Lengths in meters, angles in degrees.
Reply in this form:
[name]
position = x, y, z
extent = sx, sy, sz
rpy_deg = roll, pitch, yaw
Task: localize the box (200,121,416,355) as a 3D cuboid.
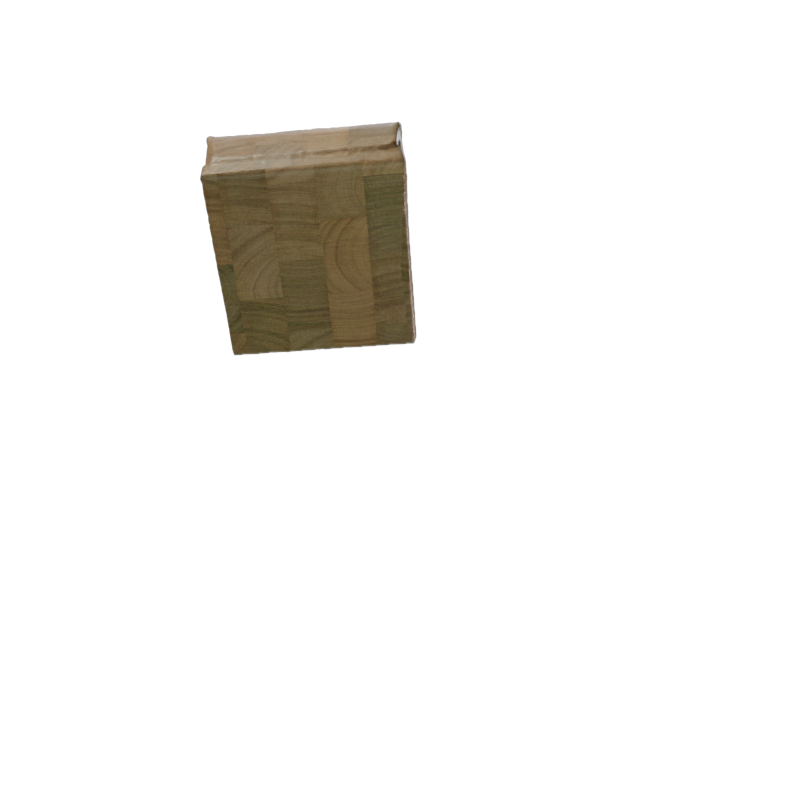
[box]
position = -0.033, -0.060, 0.422
extent = 0.073, 0.083, 0.032
rpy_deg = -4, 39, 2
